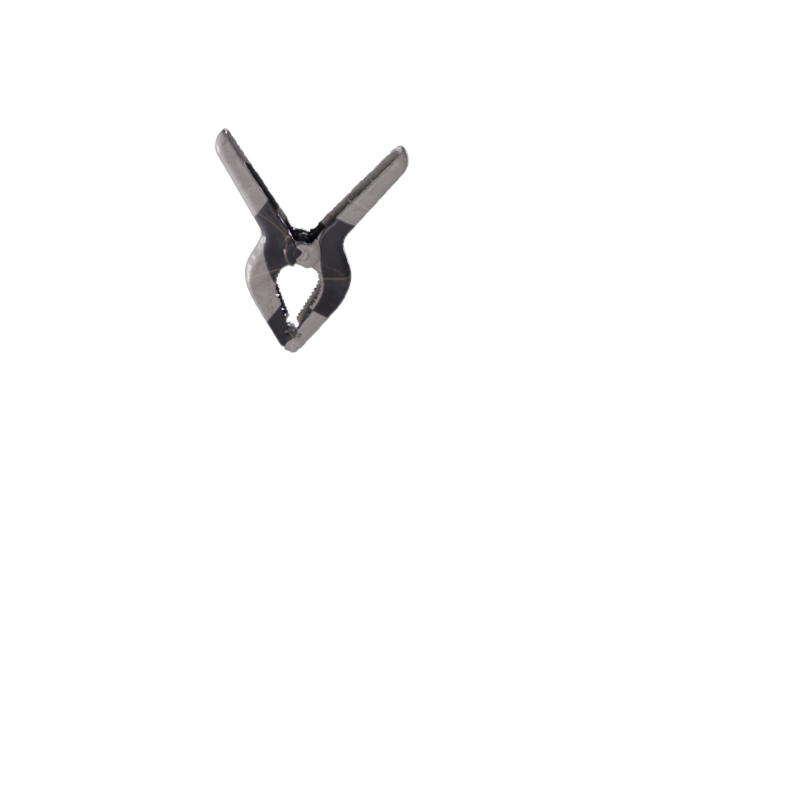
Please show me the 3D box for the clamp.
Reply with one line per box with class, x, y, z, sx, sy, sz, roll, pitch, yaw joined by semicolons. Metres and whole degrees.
clamp;-0.077;-0.140;0.978;0.164;0.199;0.038;0;26;0
